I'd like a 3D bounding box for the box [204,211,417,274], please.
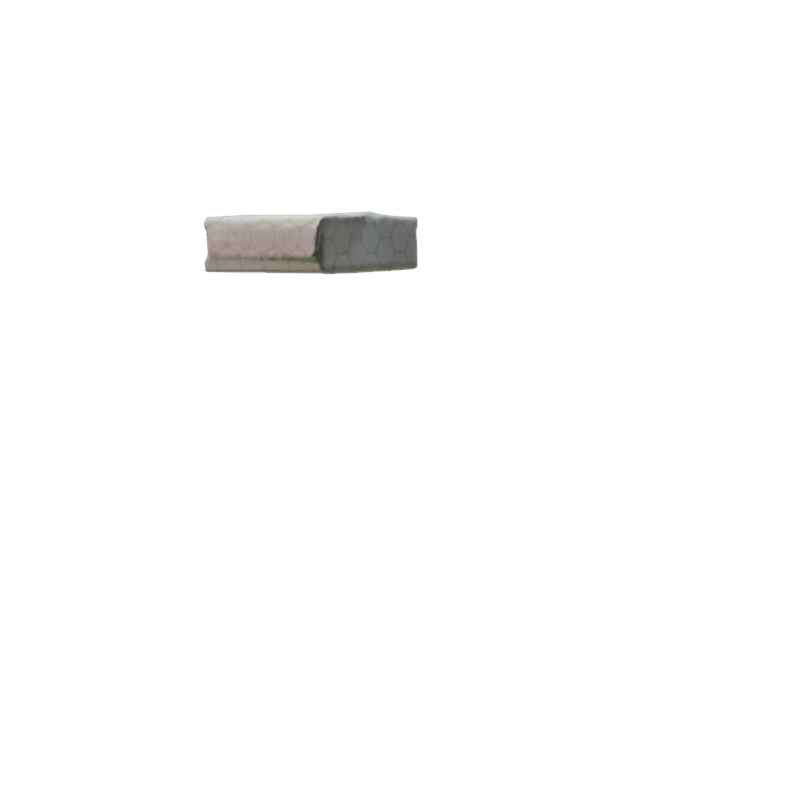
[{"bbox_3d":[-0.044,-0.080,0.563,0.076,0.030,0.087,5,9,34],"label":"box"}]
